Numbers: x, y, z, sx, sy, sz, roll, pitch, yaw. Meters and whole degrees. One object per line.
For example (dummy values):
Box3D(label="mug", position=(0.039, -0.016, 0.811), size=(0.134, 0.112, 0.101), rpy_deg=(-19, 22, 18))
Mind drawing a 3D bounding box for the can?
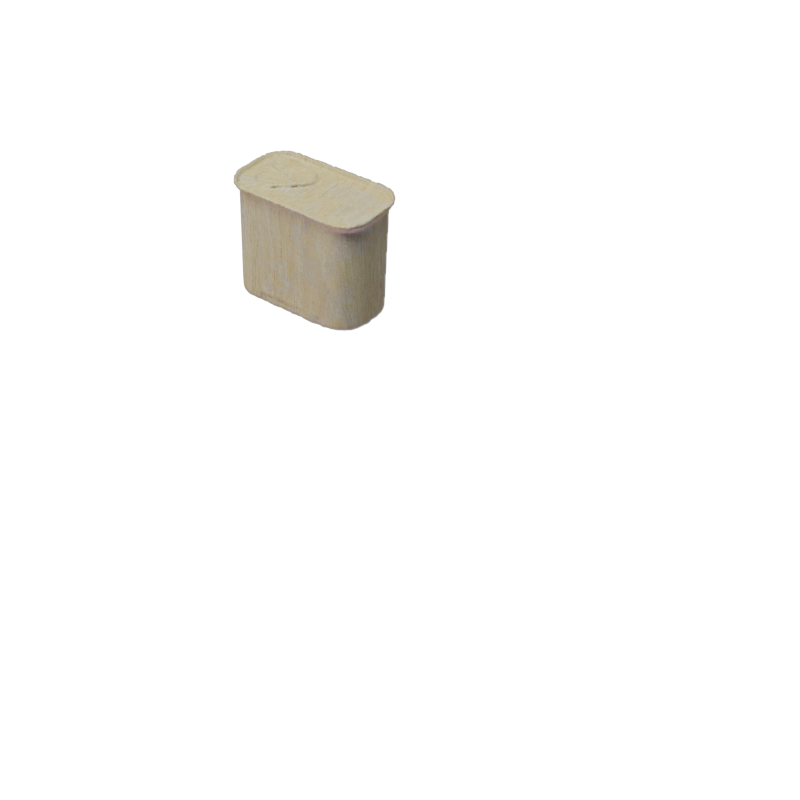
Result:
Box3D(label="can", position=(-0.056, -0.101, 0.709), size=(0.108, 0.078, 0.058), rpy_deg=(25, 43, 28))
